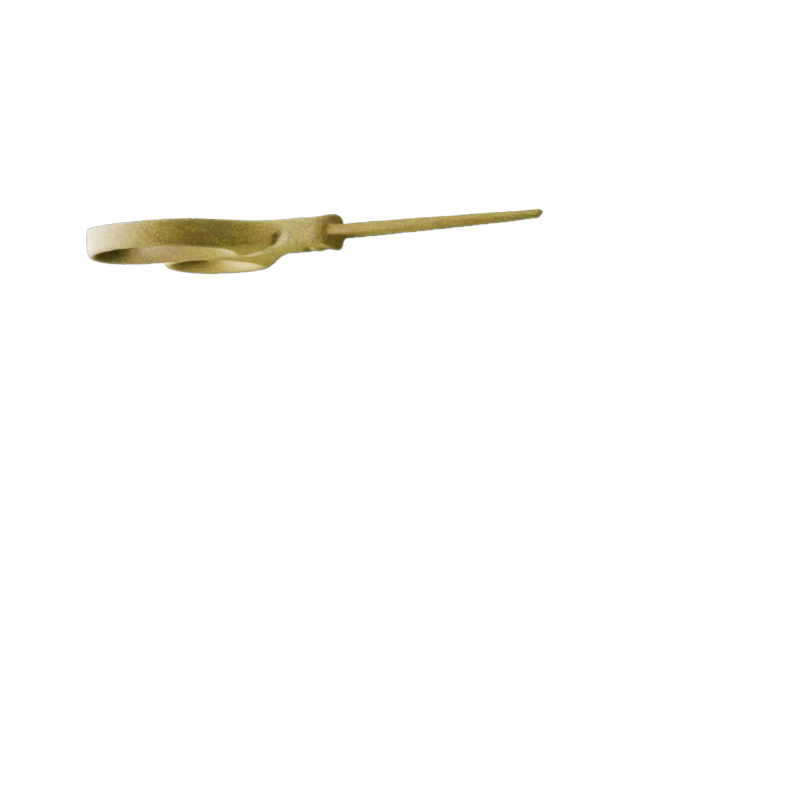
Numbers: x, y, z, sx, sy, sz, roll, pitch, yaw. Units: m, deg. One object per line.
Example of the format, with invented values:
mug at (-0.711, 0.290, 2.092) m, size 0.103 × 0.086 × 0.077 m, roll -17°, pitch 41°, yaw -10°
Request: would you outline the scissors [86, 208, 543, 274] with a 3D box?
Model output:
scissors at (-0.039, -0.071, 0.494) m, size 0.205 × 0.016 × 0.093 m, roll 0°, pitch -1°, yaw 11°
